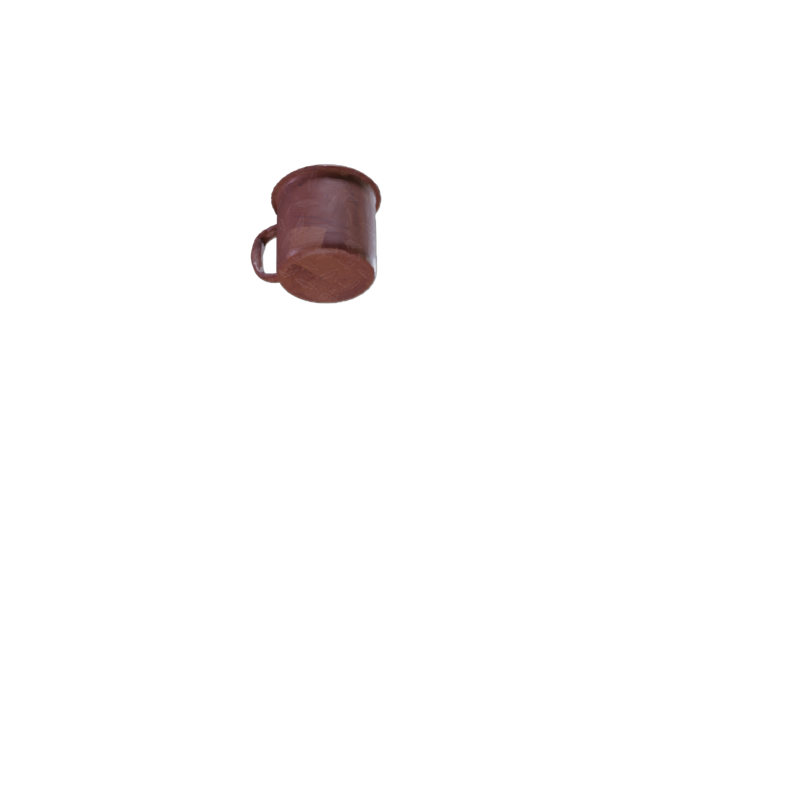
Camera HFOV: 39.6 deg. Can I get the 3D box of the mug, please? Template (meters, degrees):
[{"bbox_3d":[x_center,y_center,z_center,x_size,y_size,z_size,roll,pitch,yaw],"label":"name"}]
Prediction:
[{"bbox_3d":[-0.071,-0.130,0.912,0.118,0.087,0.086,-14,-34,20],"label":"mug"}]
